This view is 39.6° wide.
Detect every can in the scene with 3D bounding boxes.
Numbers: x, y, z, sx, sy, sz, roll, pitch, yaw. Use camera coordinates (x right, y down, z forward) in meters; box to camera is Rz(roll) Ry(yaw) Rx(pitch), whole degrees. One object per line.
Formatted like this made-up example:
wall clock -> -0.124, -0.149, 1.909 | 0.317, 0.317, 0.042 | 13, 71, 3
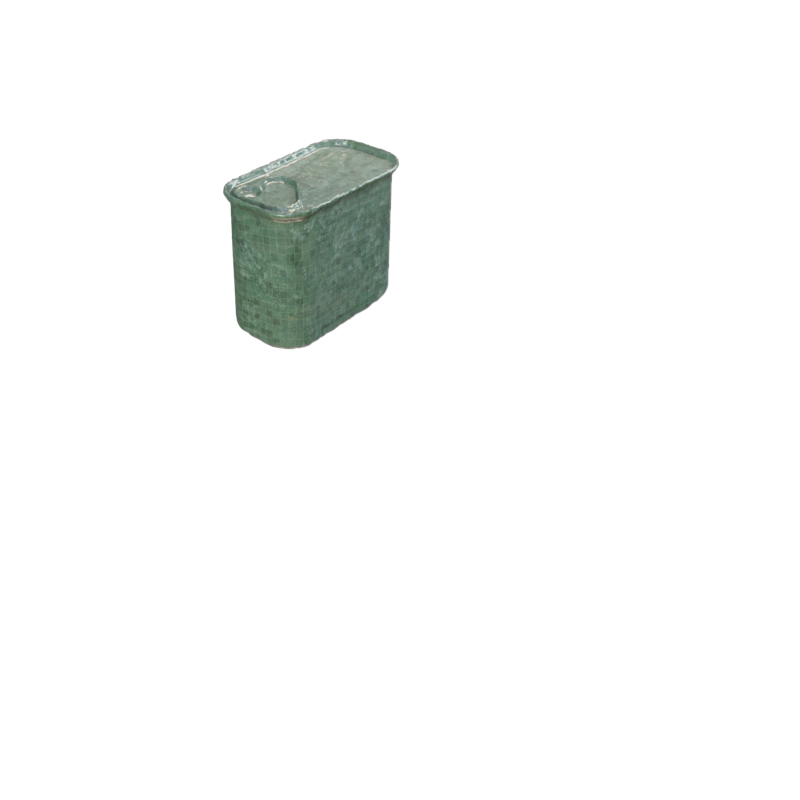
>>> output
can -> -0.048, -0.088, 0.615 | 0.061, 0.079, 0.102 | 23, 38, 31
